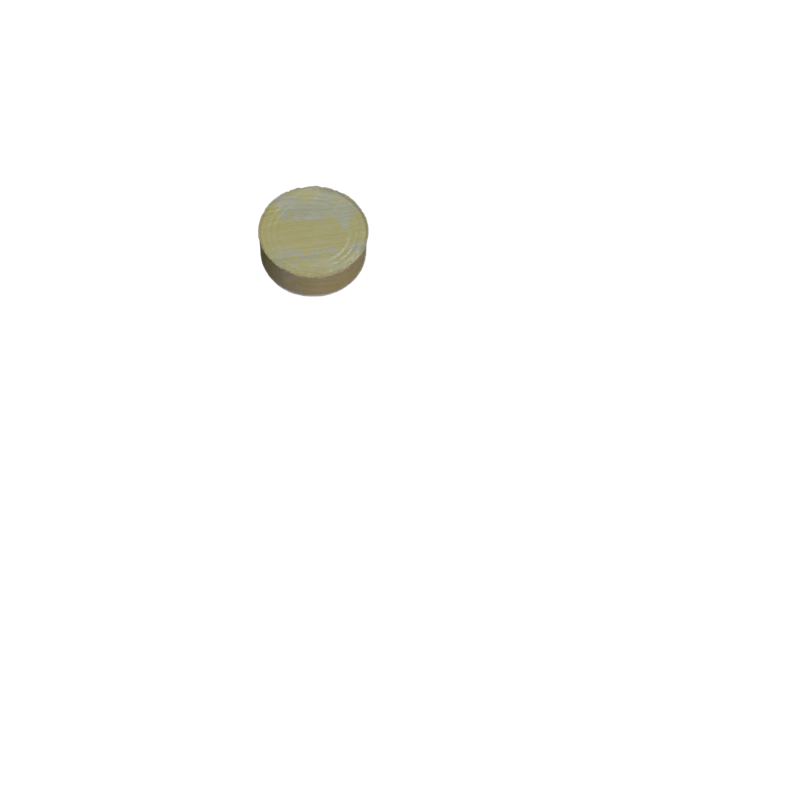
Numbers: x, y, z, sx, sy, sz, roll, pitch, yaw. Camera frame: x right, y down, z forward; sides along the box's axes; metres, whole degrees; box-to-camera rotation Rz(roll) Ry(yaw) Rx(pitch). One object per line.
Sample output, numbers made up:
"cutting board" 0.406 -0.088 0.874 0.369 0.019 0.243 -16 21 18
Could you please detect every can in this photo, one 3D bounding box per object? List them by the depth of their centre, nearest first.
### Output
"can" -0.068 -0.124 0.871 0.086 0.092 0.031 -1 -32 -1
